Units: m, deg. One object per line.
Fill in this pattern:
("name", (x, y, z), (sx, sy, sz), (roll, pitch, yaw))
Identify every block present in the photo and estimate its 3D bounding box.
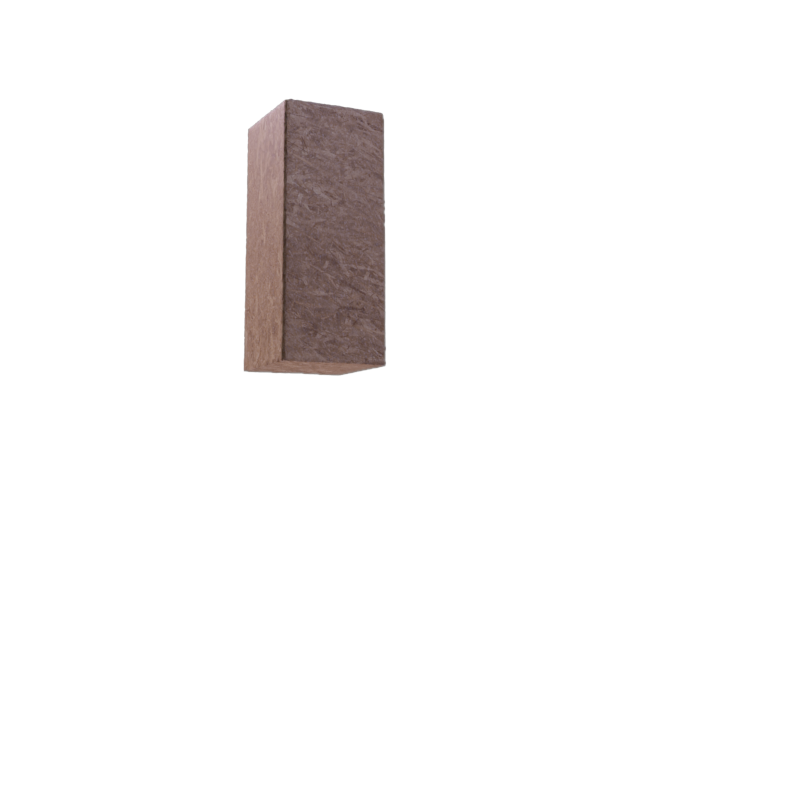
("block", (-0.070, -0.129, 0.900), (0.087, 0.212, 0.091), (5, -12, -26))
